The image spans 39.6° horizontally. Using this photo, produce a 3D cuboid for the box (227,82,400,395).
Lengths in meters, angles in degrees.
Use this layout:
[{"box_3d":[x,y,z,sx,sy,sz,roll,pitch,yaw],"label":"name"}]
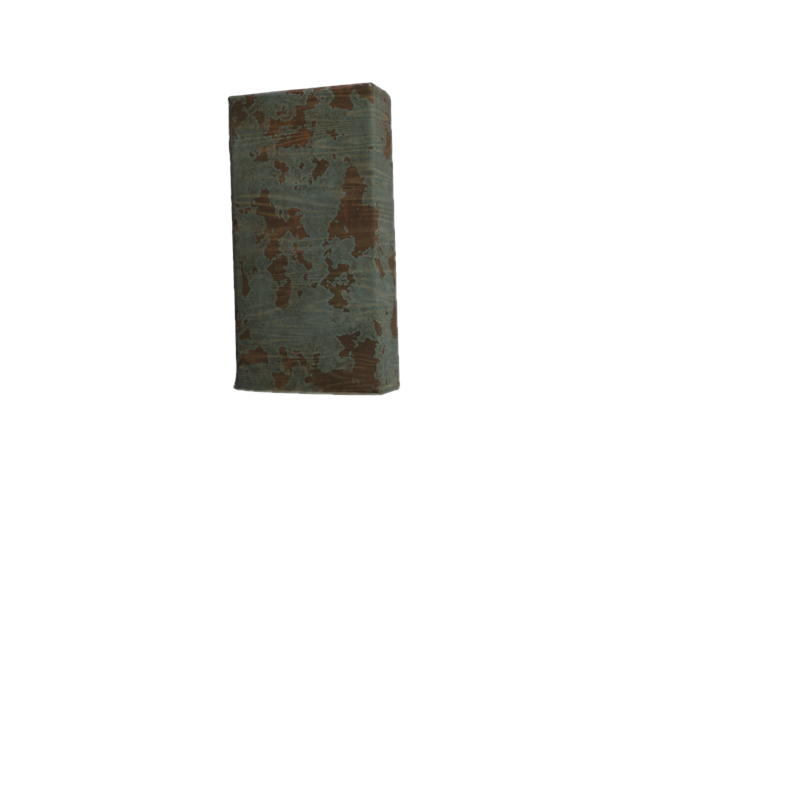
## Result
[{"box_3d":[-0.051,-0.093,0.651,0.096,0.178,0.046,-1,-4,20],"label":"box"}]
